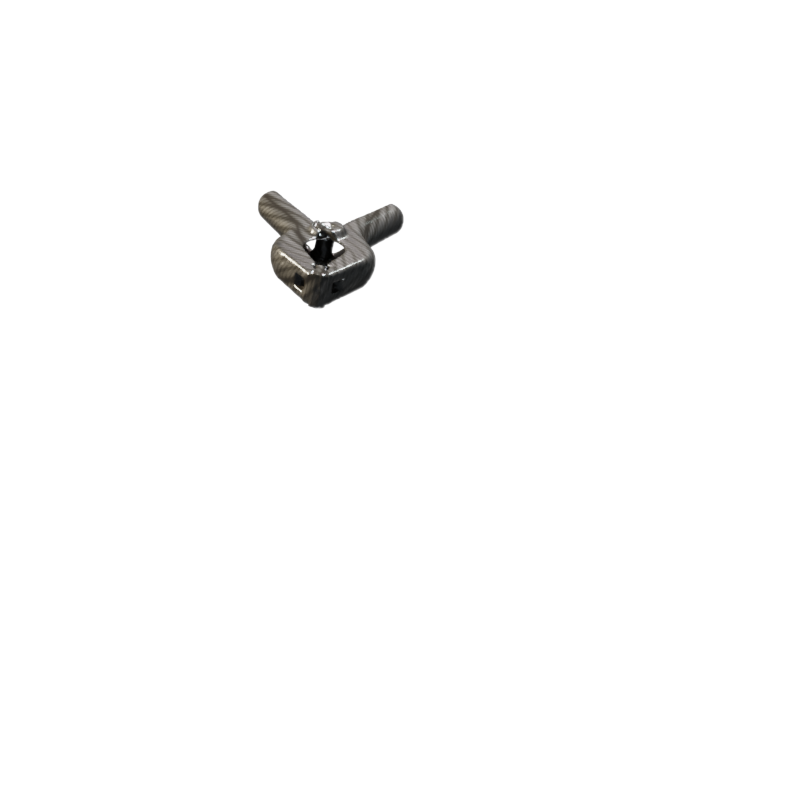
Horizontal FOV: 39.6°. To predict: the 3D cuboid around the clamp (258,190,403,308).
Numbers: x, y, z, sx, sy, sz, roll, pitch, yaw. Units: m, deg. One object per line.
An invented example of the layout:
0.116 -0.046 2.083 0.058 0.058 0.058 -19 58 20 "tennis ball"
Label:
-0.068 -0.123 0.864 0.122 0.037 0.178 5 27 9 "clamp"
